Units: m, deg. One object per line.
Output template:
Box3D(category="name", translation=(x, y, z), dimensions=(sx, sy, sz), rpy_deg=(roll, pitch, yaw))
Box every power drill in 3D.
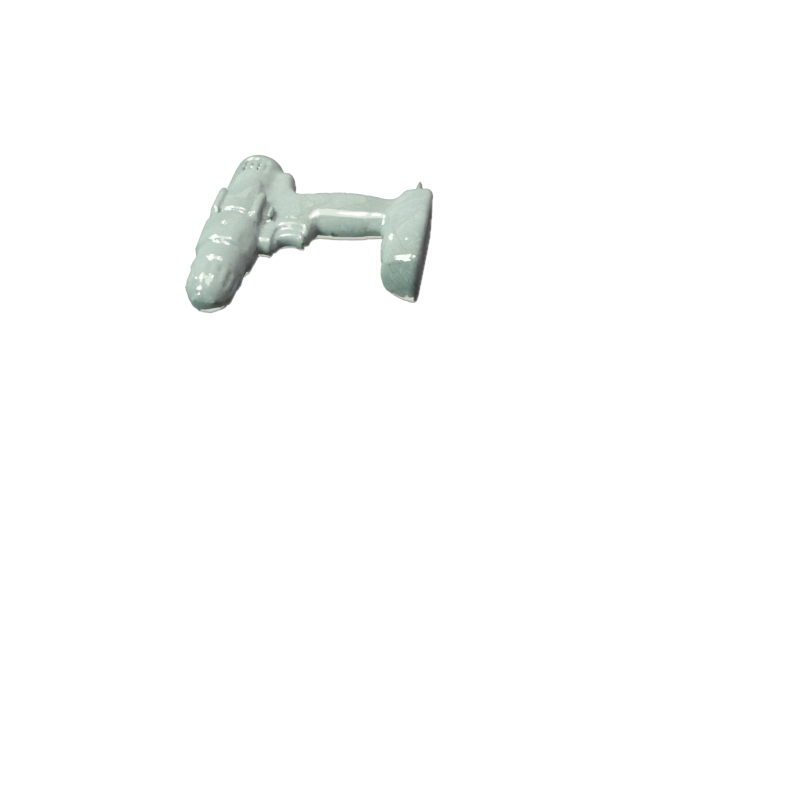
Box3D(category="power drill", translation=(-0.072, -0.132, 0.924), dimensions=(0.190, 0.195, 0.053), rpy_deg=(8, -43, 8))
